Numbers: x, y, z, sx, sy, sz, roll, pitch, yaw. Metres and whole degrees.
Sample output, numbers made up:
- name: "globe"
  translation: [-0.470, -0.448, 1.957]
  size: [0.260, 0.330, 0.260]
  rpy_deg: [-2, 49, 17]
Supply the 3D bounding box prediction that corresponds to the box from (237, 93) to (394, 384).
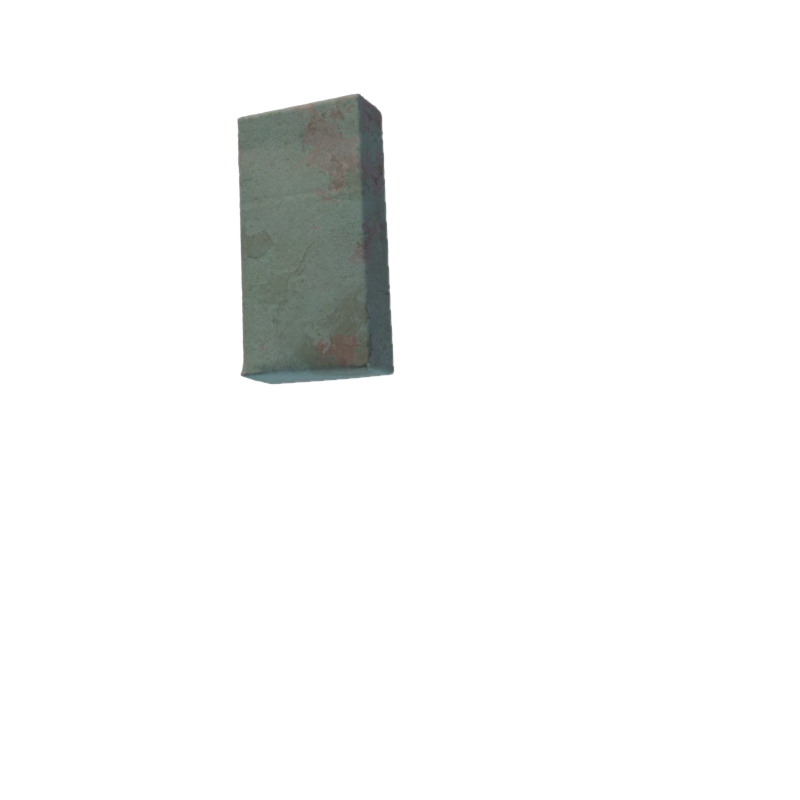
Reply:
- name: "box"
  translation: [-0.056, -0.102, 0.717]
  size: [0.095, 0.182, 0.045]
  rpy_deg: [-7, -15, 24]
